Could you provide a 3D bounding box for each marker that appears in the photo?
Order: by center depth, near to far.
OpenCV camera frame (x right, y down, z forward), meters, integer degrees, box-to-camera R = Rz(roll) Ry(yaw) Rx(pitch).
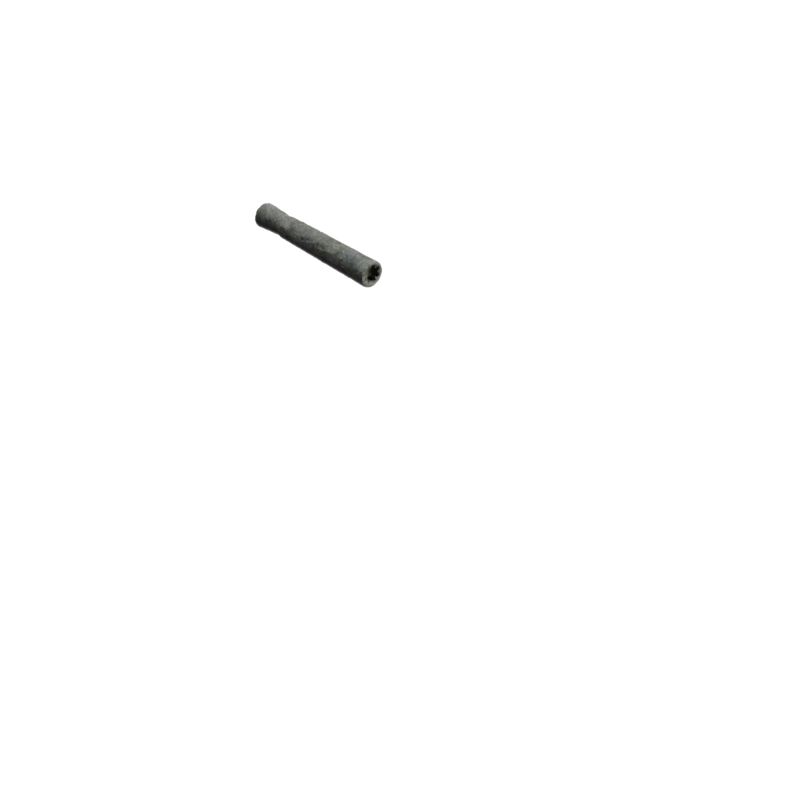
[{"bbox_3d":[-0.060,-0.109,0.766,0.019,0.019,0.130,-3,27,-44],"label":"marker"}]
